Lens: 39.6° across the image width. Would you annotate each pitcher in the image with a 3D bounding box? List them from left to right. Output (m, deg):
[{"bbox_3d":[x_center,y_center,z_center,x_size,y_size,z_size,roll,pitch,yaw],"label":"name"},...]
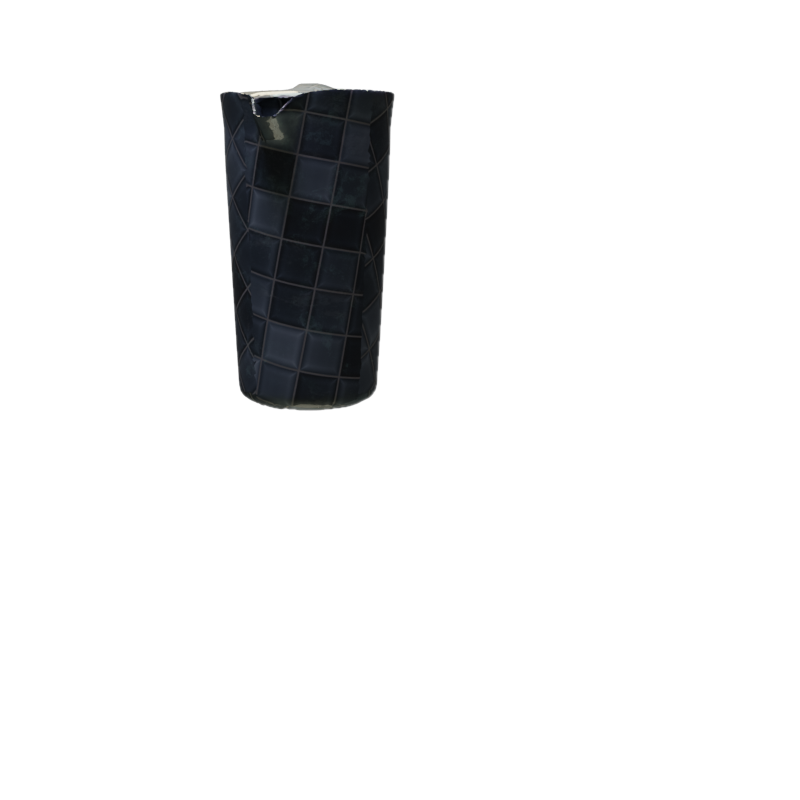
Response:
[{"bbox_3d":[-0.068,-0.124,0.867,0.145,0.240,0.151,-3,8,-28],"label":"pitcher"}]
